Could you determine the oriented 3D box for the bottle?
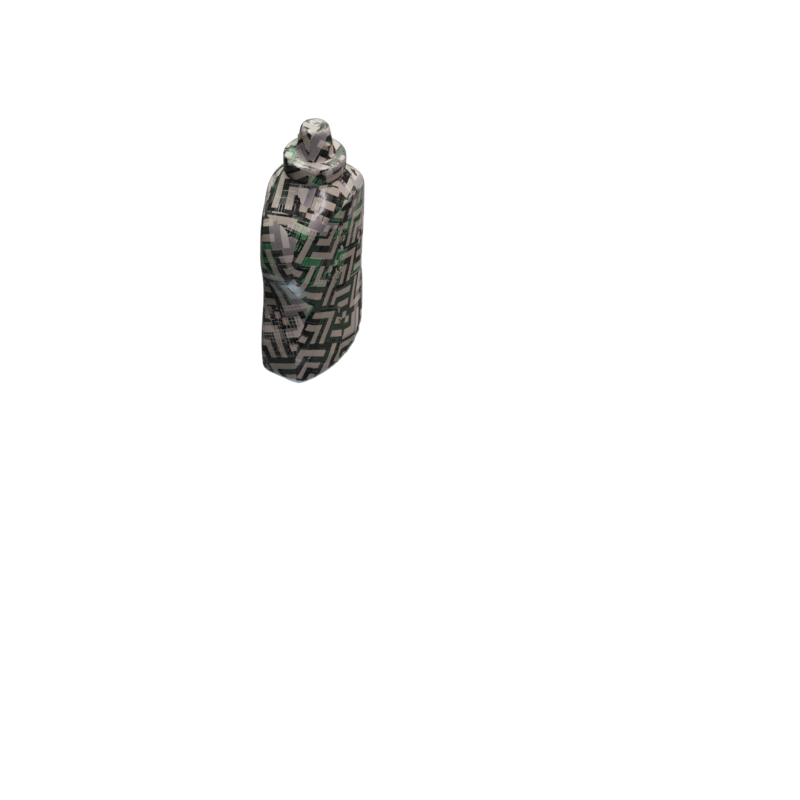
[{"bbox_3d":[-0.059,-0.108,0.759,0.061,0.179,0.098,23,47,20],"label":"bottle"}]
